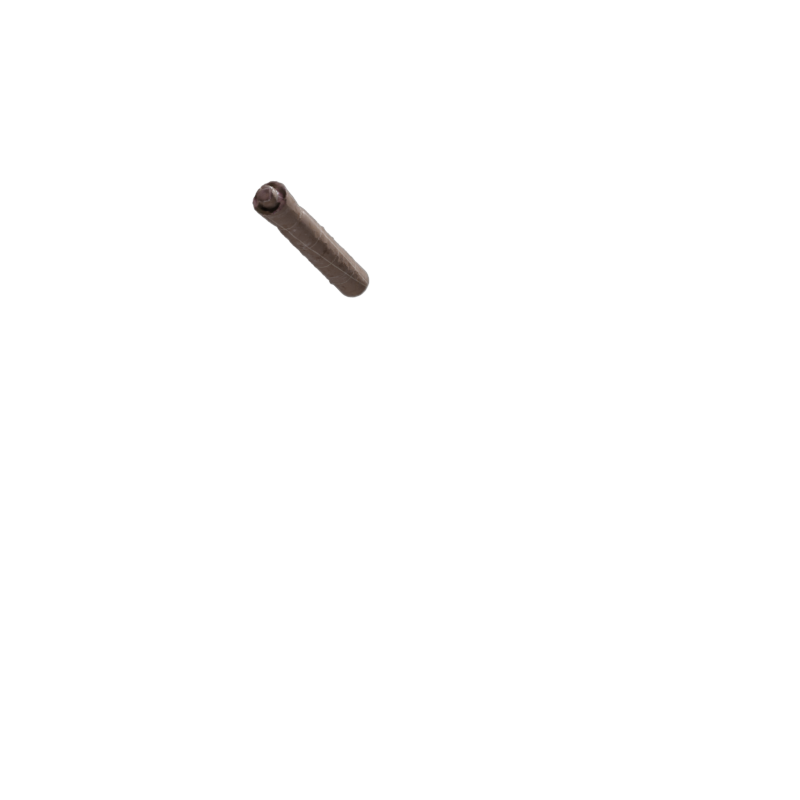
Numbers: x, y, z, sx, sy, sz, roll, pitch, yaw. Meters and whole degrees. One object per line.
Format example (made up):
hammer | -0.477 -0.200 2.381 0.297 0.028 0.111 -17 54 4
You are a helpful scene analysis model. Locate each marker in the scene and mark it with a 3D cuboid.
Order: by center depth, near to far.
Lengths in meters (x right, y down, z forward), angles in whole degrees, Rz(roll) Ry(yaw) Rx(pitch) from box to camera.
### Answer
marker | -0.046 -0.083 0.584 0.020 0.020 0.113 2 -16 22
